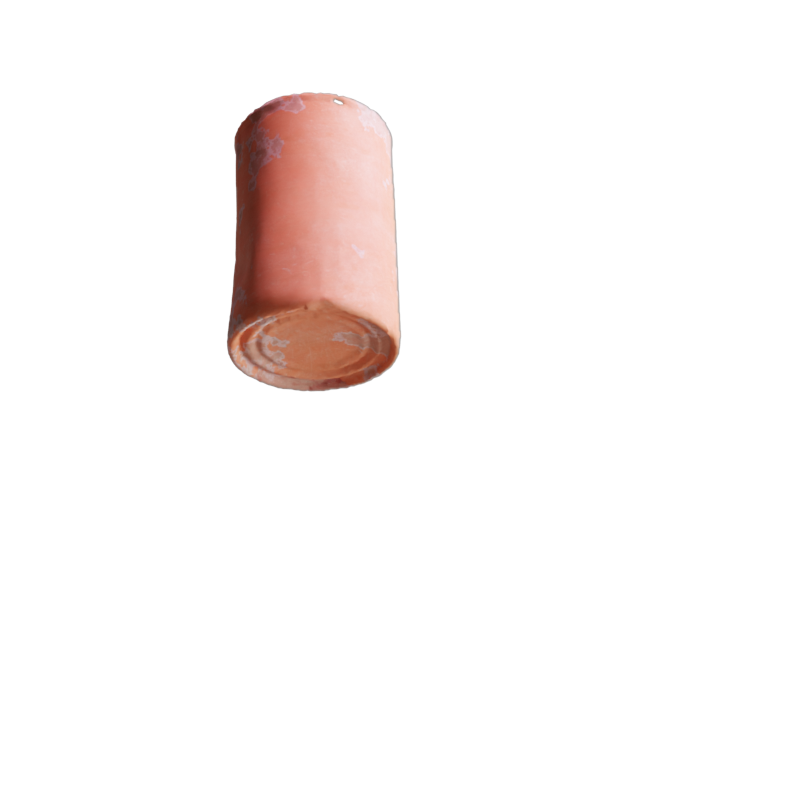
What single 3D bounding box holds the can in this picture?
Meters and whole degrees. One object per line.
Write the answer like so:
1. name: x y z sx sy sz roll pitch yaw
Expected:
1. can: -0.035 -0.064 0.446 0.068 0.109 0.064 -1 -32 -2
